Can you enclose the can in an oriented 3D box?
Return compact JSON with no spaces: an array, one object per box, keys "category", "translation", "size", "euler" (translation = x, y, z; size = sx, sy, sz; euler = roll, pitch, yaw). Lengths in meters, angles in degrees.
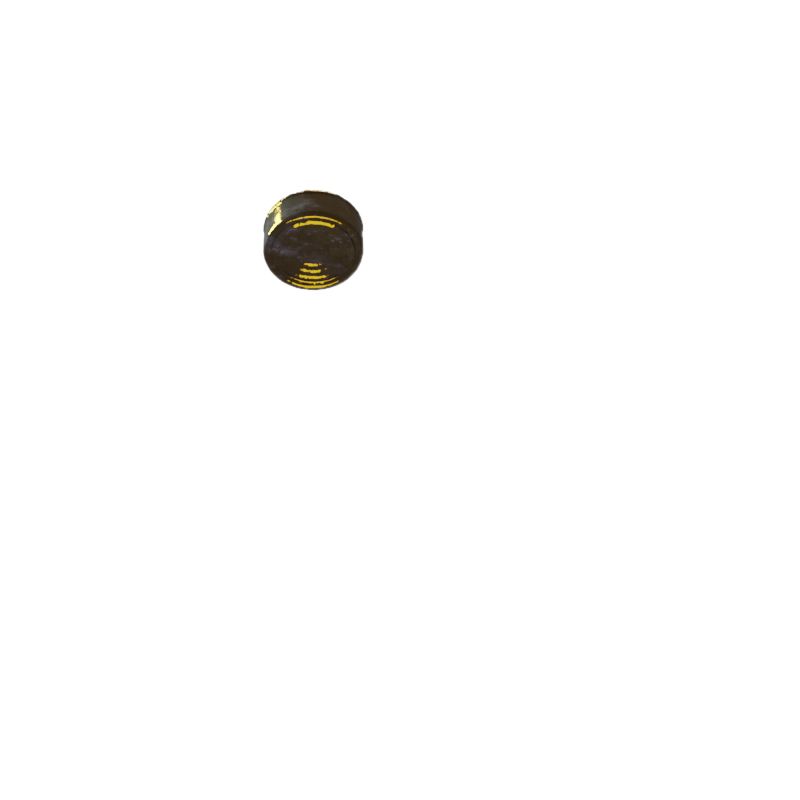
[{"category":"can","translation":[-0.074,-0.134,0.941],"size":[0.086,0.080,0.036],"euler":[1,43,-1]}]
